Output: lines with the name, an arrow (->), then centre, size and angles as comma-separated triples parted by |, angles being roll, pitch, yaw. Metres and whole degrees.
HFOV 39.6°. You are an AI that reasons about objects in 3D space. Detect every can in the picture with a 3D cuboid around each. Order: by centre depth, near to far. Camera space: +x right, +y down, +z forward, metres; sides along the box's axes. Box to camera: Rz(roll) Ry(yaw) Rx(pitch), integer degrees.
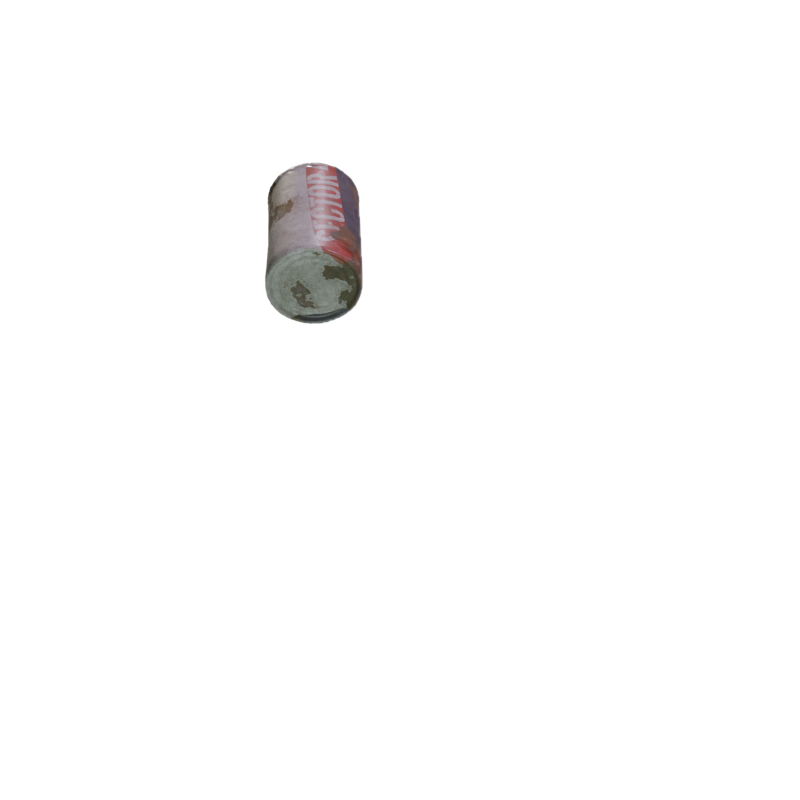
can -> -0.061, -0.111, 0.780 | 0.068, 0.064, 0.110 | -1, 41, -3
